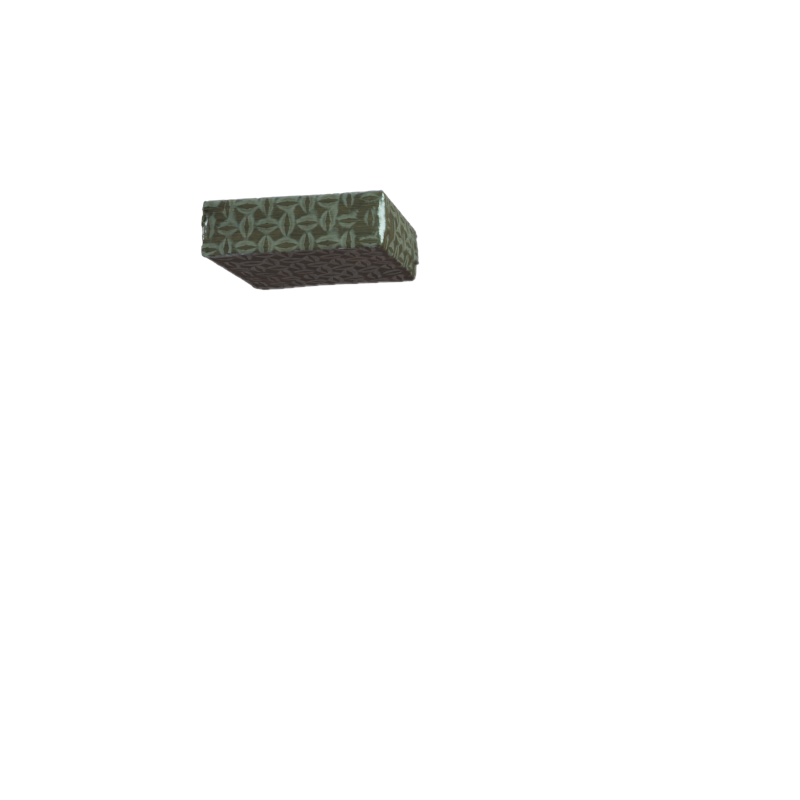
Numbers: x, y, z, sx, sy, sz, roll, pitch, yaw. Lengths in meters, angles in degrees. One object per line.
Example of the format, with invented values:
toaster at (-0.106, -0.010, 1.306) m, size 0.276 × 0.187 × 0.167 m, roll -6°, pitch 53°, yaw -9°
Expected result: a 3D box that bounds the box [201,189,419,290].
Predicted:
box at (-0.053, -0.096, 0.674) m, size 0.115 × 0.040 × 0.086 m, roll -3°, pitch -10°, yaw 15°
